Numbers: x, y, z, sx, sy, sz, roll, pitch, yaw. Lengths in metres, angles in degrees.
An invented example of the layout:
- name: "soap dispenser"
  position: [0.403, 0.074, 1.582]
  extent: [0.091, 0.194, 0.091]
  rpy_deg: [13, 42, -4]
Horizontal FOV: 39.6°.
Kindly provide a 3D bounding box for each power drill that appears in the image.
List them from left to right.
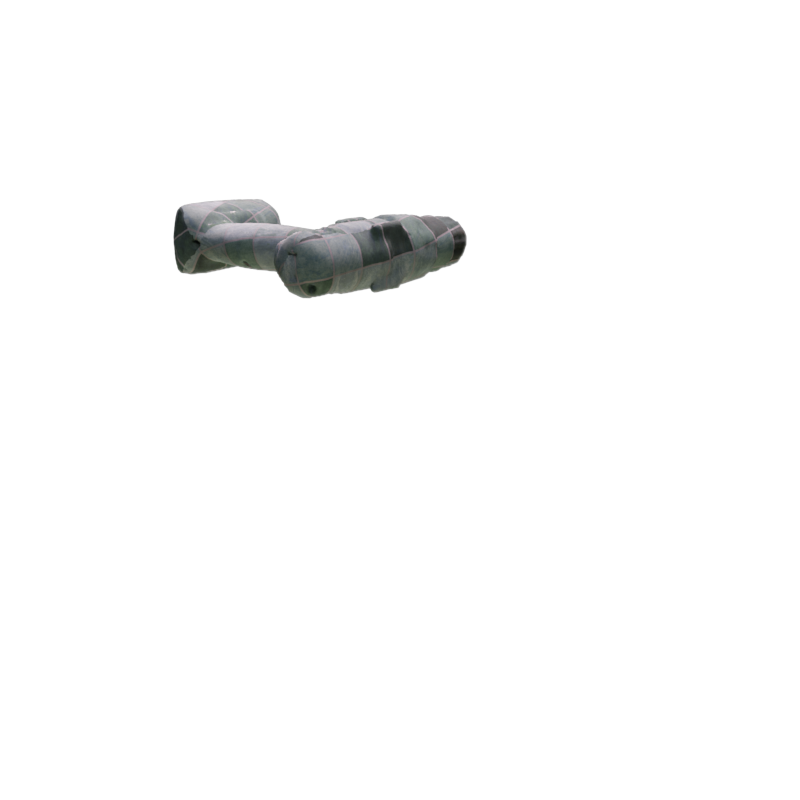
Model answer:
- name: "power drill"
  position: [-0.066, -0.121, 0.847]
  extent: [0.197, 0.056, 0.180]
  rpy_deg: [11, 17, 40]
